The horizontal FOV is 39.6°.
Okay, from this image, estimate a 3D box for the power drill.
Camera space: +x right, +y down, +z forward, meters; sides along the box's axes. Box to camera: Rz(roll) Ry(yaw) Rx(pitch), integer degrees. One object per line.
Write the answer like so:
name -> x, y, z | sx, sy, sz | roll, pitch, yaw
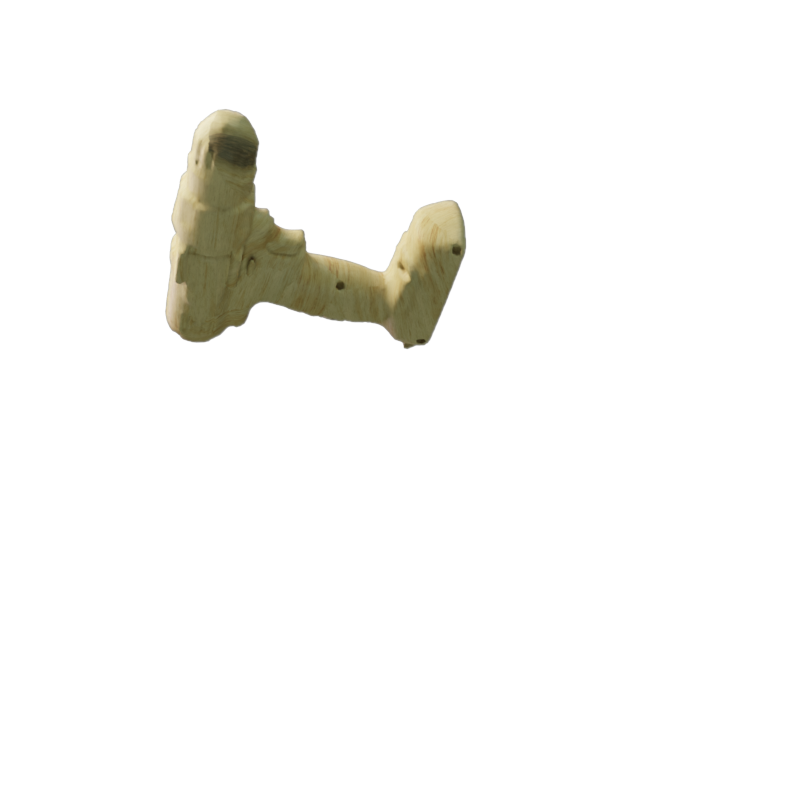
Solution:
power drill -> -0.057, -0.104, 0.728 | 0.185, 0.062, 0.174 | 8, -43, -9
